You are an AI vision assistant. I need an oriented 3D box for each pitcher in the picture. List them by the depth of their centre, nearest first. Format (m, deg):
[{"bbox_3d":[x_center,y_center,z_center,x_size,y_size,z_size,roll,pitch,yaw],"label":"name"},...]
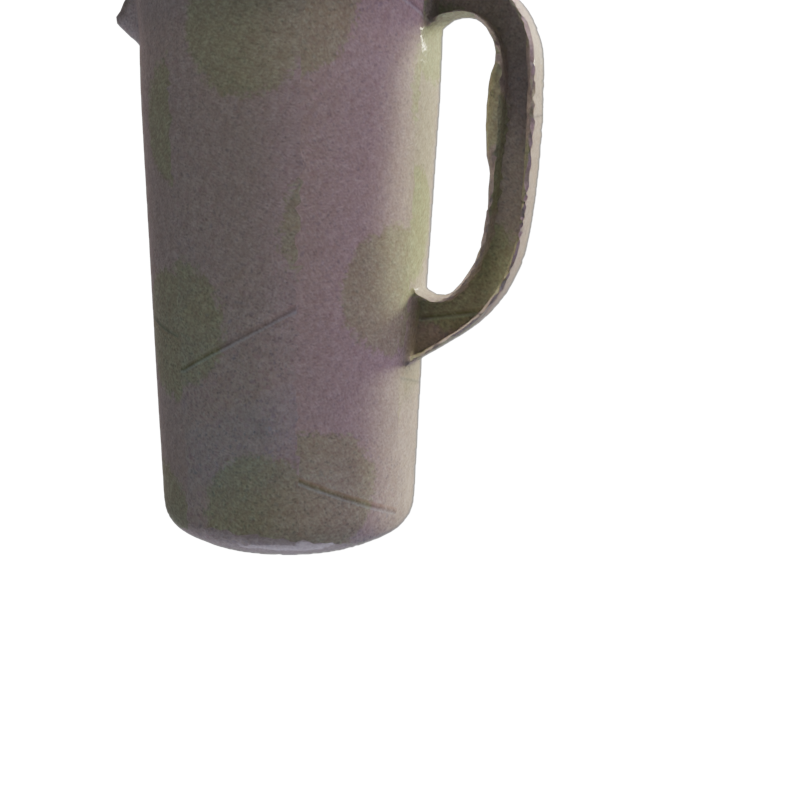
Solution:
[{"bbox_3d":[-0.037,-0.067,0.467,0.141,0.240,0.155,-3,7,-25],"label":"pitcher"}]
